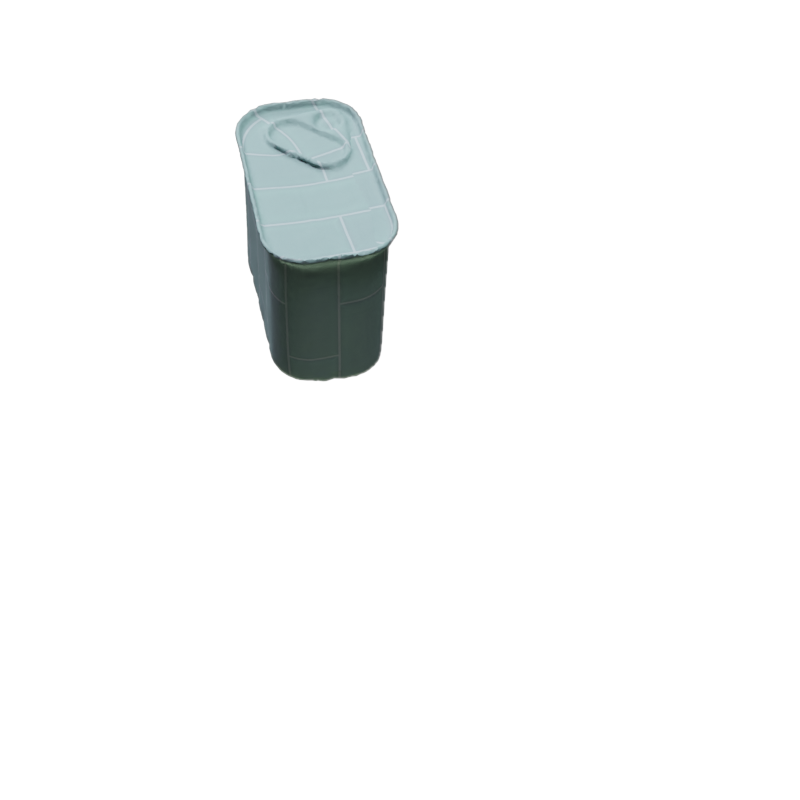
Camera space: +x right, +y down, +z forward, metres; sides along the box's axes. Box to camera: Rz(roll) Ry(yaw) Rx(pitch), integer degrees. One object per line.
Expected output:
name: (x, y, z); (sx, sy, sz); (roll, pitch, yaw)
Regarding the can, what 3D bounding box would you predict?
can: (-0.039, -0.071, 0.500); (0.057, 0.110, 0.078); (-9, -40, -10)
